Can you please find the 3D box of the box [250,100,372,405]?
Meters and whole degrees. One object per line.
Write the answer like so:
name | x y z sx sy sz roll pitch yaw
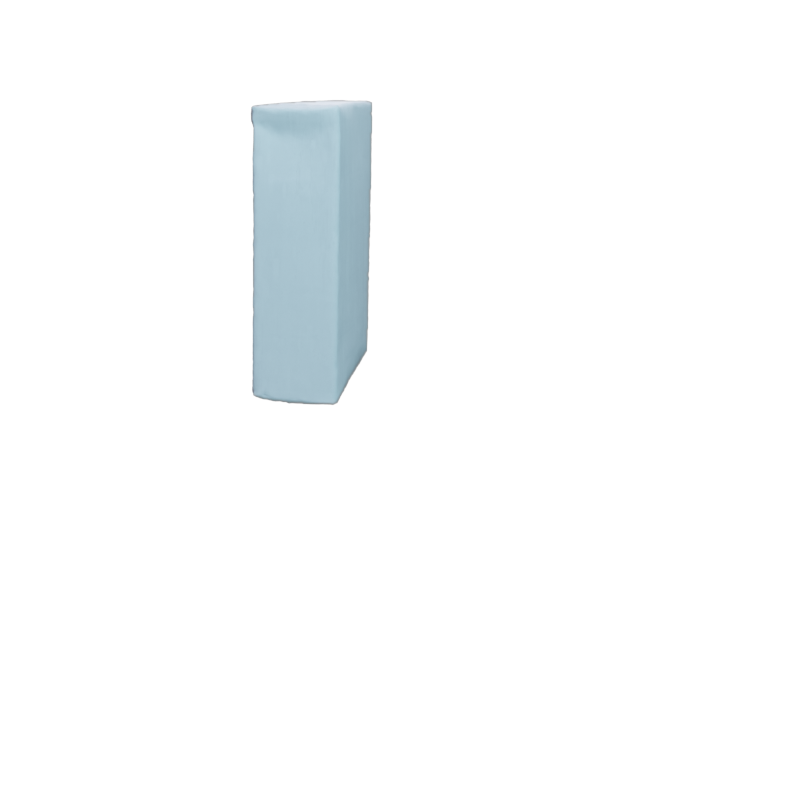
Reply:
box | -0.067 -0.121 0.851 0.073 0.209 0.166 2 11 7
